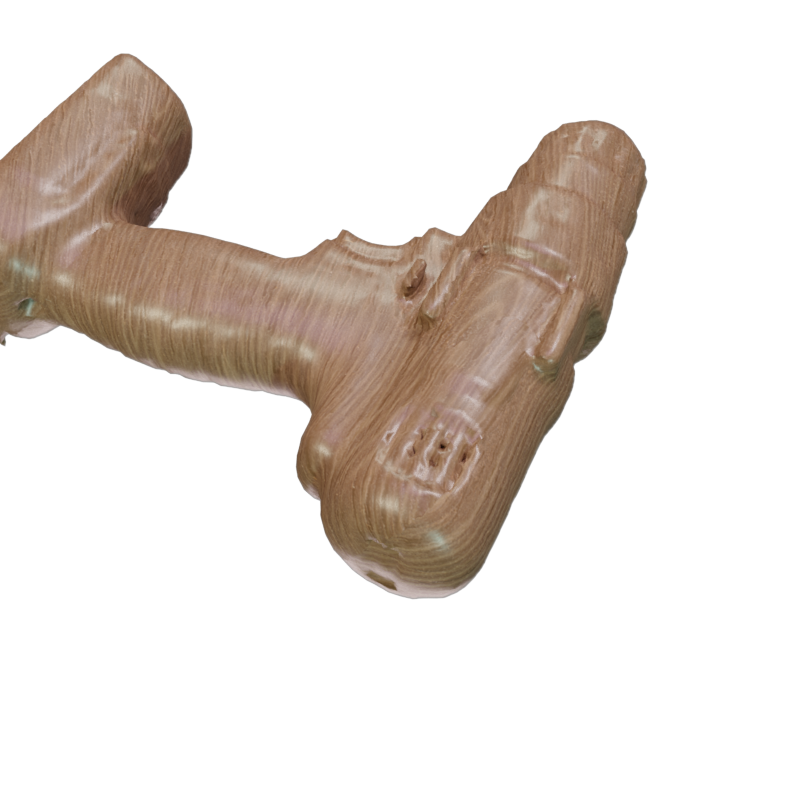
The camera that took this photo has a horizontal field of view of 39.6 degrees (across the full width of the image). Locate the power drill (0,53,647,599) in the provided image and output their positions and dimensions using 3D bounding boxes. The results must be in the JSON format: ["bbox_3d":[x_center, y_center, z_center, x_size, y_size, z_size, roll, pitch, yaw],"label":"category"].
[{"bbox_3d":[-0.028,-0.051,0.354,0.194,0.053,0.191,20,50,17],"label":"power drill"}]
